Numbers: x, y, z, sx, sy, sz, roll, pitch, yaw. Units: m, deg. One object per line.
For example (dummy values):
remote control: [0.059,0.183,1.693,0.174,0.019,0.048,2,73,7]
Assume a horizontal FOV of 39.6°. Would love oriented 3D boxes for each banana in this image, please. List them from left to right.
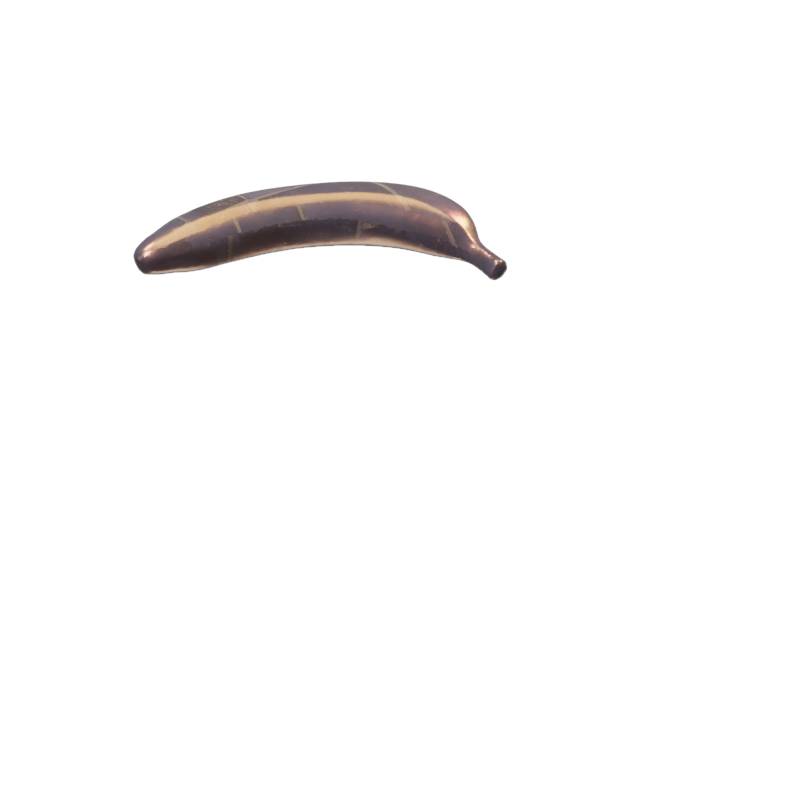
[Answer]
banana: [-0.044,-0.095,0.609,0.197,0.035,0.074,-1,31,-2]
